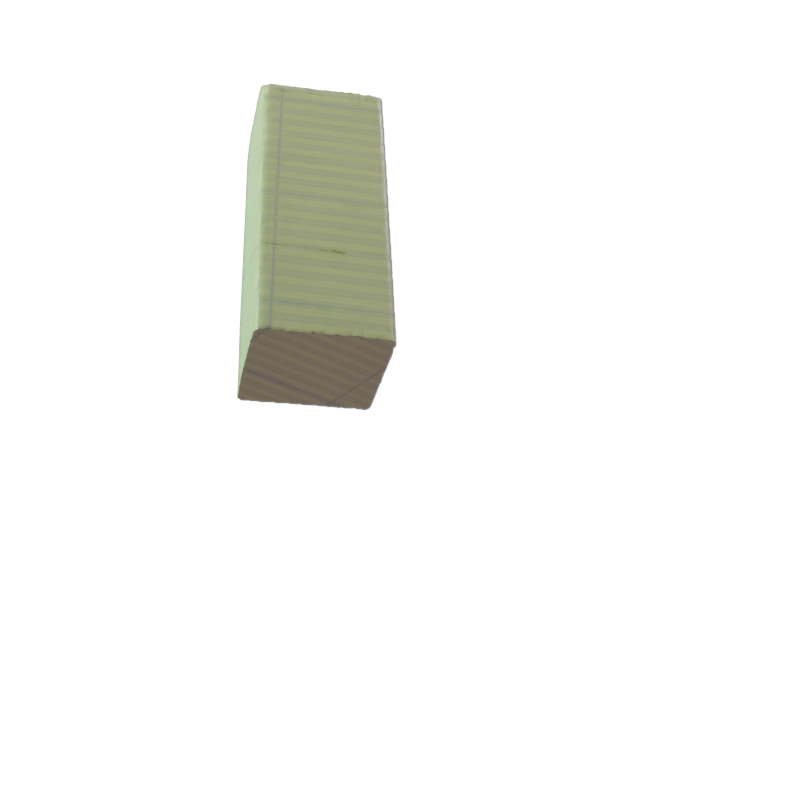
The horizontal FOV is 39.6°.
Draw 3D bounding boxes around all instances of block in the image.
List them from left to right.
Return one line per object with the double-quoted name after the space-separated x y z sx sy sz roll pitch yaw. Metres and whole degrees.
-0.060 -0.109 0.759 0.089 0.221 0.085 5 -35 -11 "block"
